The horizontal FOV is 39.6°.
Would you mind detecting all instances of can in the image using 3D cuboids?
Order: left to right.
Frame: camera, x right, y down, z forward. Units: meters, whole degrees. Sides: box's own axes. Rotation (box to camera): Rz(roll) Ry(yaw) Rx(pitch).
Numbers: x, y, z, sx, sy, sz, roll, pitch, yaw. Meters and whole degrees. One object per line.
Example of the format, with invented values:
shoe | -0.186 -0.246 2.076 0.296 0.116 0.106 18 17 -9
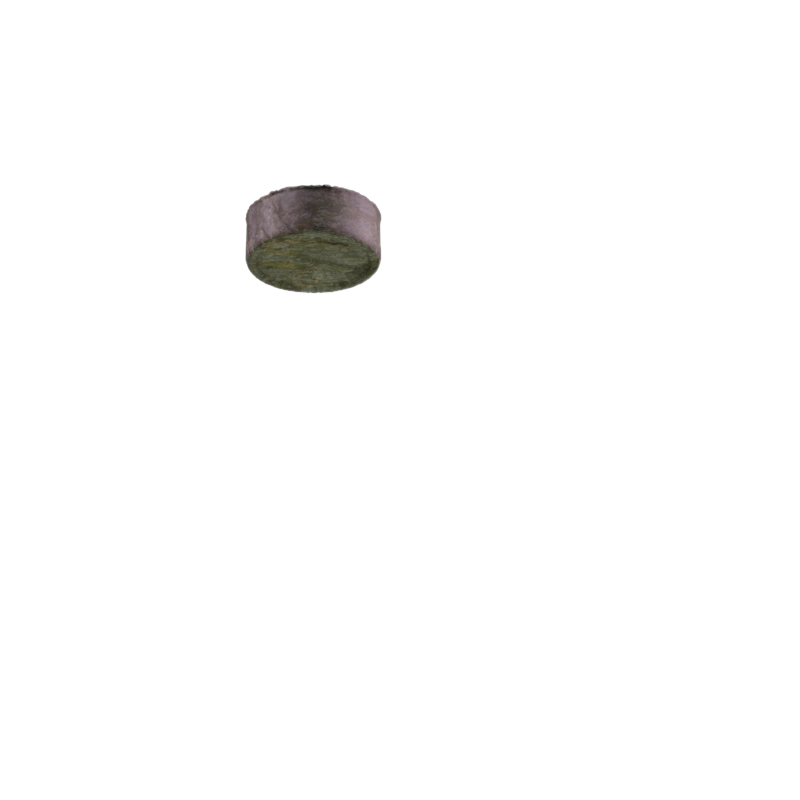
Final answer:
can | -0.054 -0.099 0.694 0.086 0.035 0.081 0 -22 -2
